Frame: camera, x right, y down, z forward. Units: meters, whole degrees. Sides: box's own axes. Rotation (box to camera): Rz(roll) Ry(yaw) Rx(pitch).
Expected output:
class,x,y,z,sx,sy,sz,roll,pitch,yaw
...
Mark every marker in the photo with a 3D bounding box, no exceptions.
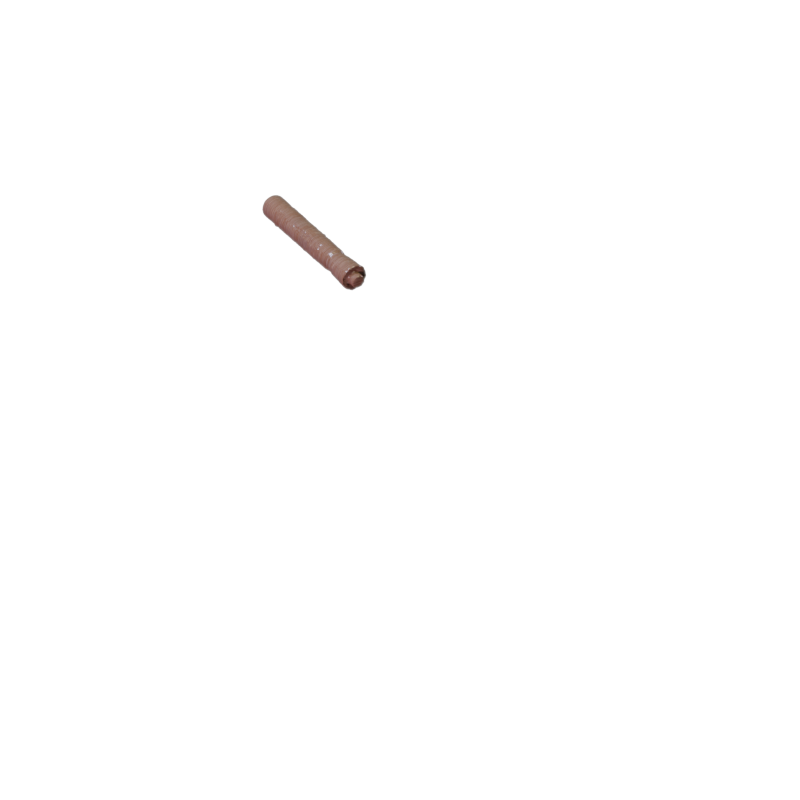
class,x,y,z,sx,sy,sz,roll,pitch,yaw
marker,-0.061,-0.112,0.786,0.019,0.019,0.131,-3,32,-36
